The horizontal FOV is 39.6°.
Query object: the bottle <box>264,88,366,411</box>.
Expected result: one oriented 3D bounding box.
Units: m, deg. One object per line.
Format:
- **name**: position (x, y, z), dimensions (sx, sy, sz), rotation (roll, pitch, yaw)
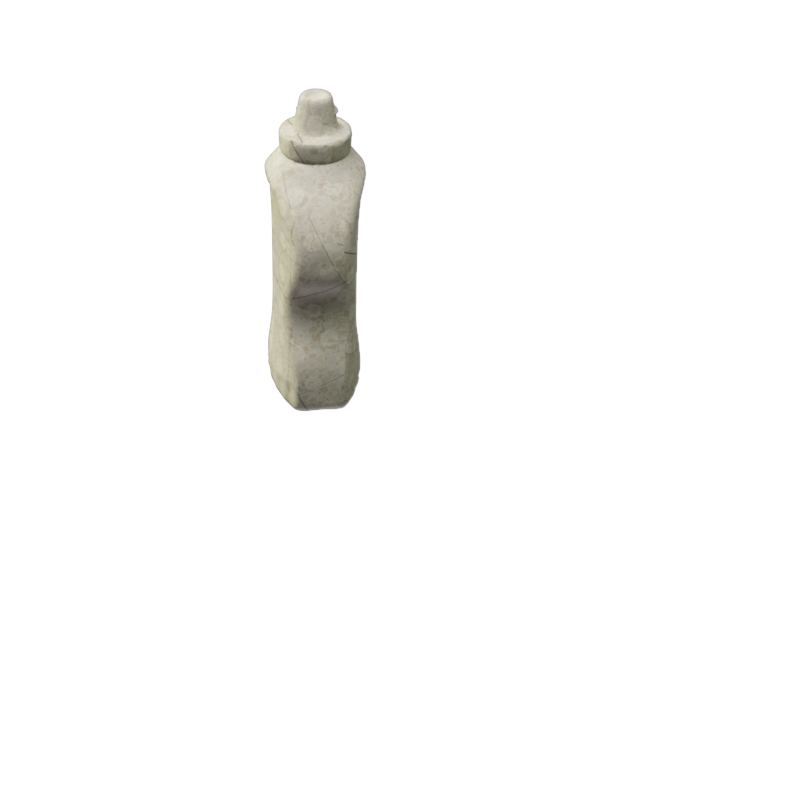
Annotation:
- **bottle**: position (-0.051, -0.094, 0.659), dimensions (0.058, 0.179, 0.103), rotation (-2, 36, -7)
